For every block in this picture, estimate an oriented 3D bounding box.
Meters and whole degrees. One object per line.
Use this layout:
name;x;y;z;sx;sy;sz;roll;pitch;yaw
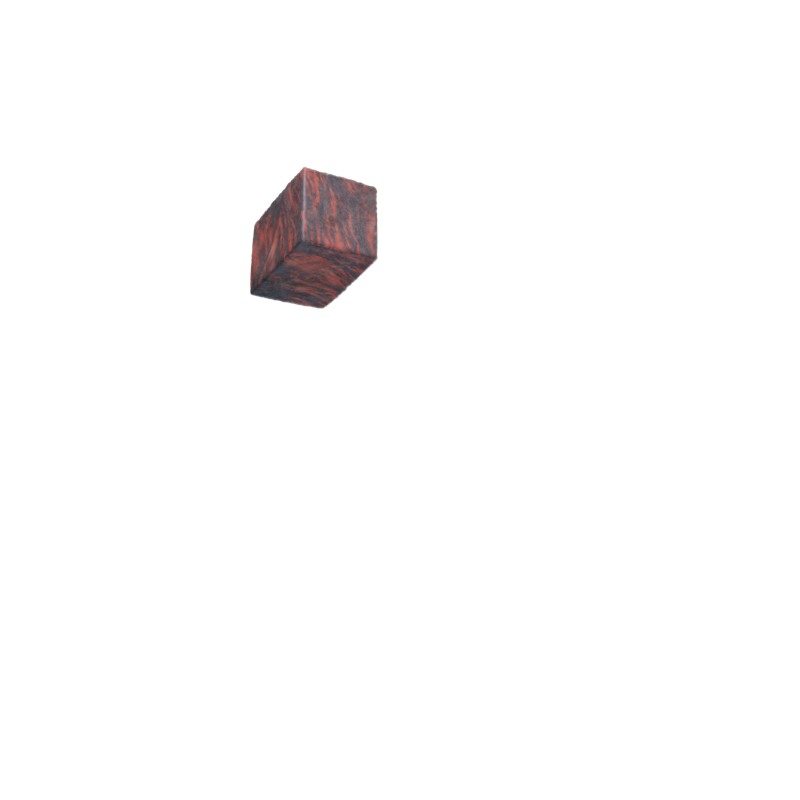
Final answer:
block;-0.054;-0.098;0.688;0.051;0.054;0.077;13;-29;-27
